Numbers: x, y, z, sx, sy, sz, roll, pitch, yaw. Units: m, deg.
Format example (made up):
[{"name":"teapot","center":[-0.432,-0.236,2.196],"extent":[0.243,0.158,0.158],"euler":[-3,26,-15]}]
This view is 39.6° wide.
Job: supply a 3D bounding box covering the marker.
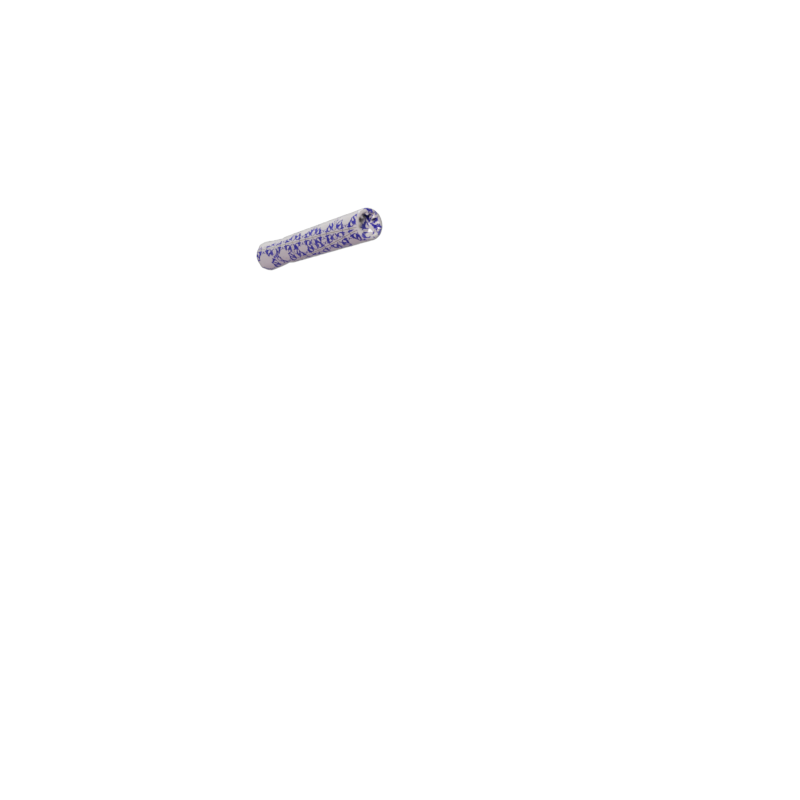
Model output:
[{"name":"marker","center":[-0.052,-0.095,0.666],"extent":[0.019,0.020,0.124],"euler":[-2,-1,-35]}]
